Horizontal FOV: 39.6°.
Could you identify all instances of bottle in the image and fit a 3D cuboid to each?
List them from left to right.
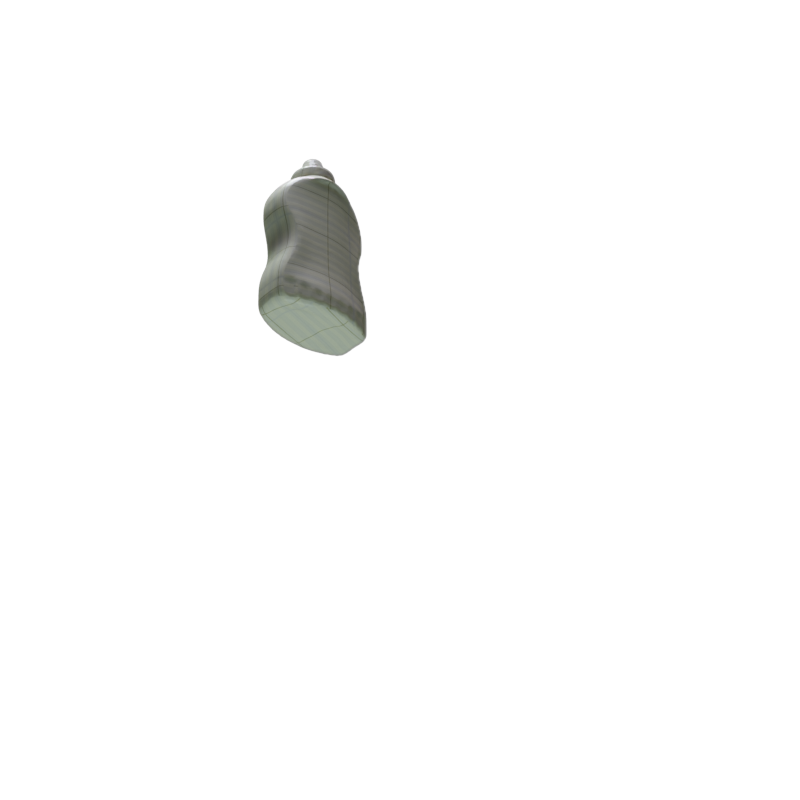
[{"bbox_3d":[-0.076,-0.137,0.961,0.091,0.206,0.058,26,-47,-31],"label":"bottle"}]
